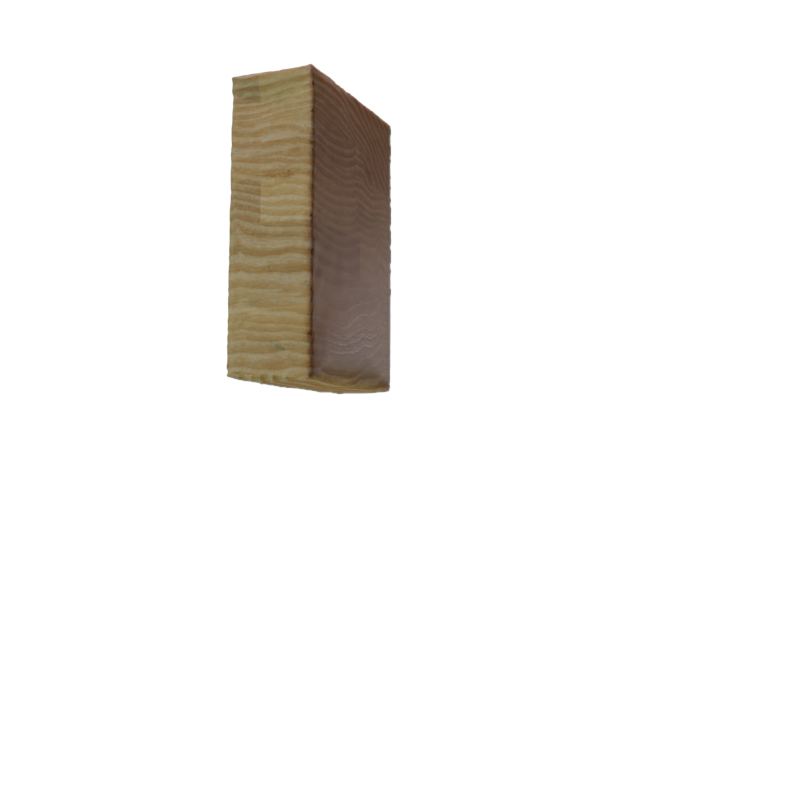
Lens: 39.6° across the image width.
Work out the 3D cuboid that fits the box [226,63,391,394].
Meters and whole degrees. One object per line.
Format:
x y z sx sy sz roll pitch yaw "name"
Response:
-0.063 -0.115 0.808 0.073 0.219 0.157 -4 -8 19 "box"
